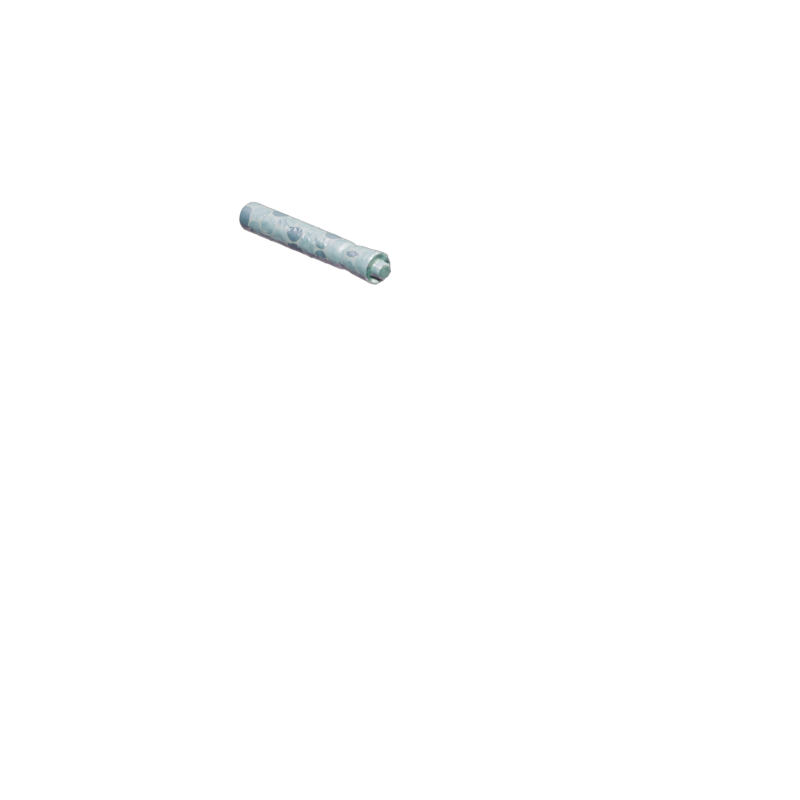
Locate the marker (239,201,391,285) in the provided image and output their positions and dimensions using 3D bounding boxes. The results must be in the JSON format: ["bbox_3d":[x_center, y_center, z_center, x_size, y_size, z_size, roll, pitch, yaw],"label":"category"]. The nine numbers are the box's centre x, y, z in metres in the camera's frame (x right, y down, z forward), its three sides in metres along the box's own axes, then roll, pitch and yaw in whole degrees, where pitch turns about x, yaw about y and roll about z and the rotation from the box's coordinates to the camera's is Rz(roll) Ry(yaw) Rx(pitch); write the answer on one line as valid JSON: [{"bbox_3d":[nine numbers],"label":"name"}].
[{"bbox_3d":[-0.050,-0.092,0.644,0.019,0.019,0.129,-3,23,-43],"label":"marker"}]
